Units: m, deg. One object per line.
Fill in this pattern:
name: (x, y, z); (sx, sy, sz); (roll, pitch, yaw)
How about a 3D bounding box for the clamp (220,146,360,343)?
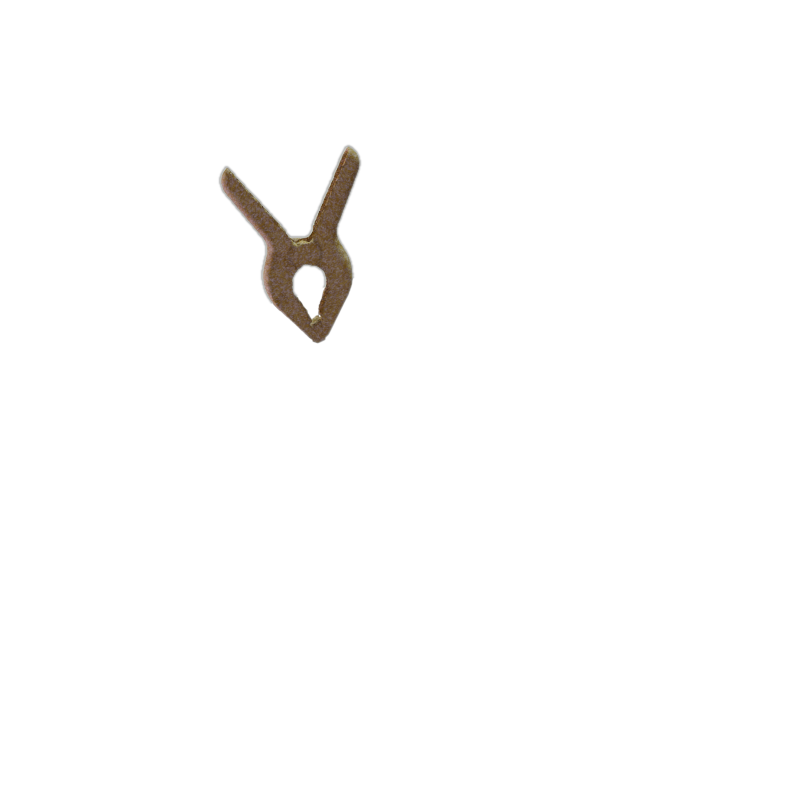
clamp: (-0.076, -0.138, 0.969); (0.120, 0.165, 0.041); (-17, 15, 4)
